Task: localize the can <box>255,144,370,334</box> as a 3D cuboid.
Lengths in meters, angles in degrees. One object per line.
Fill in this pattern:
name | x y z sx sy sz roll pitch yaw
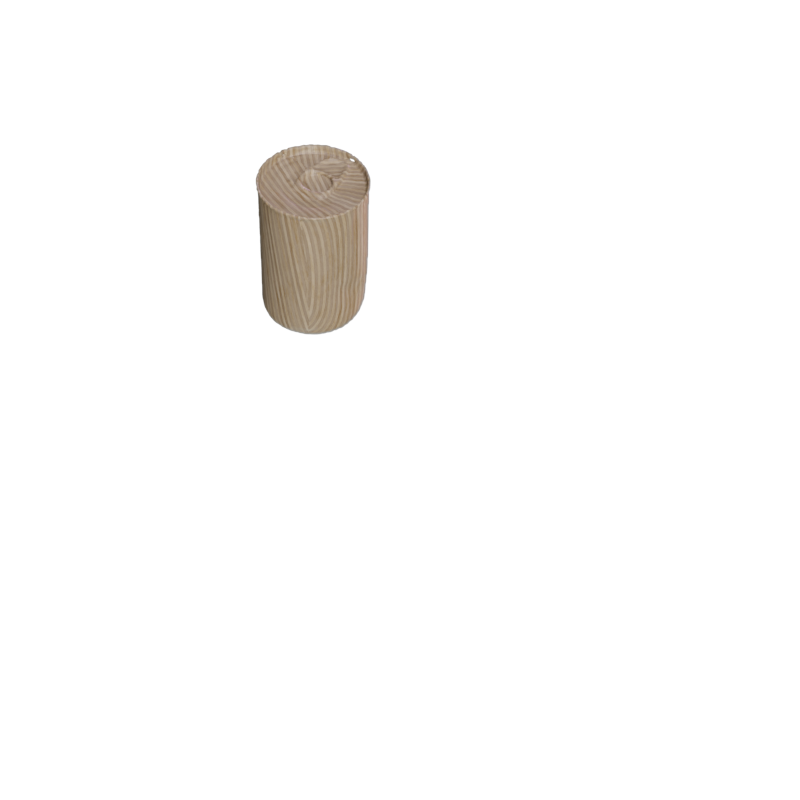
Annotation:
can | -0.054 -0.098 0.690 0.068 0.074 0.095 0 -42 -3
